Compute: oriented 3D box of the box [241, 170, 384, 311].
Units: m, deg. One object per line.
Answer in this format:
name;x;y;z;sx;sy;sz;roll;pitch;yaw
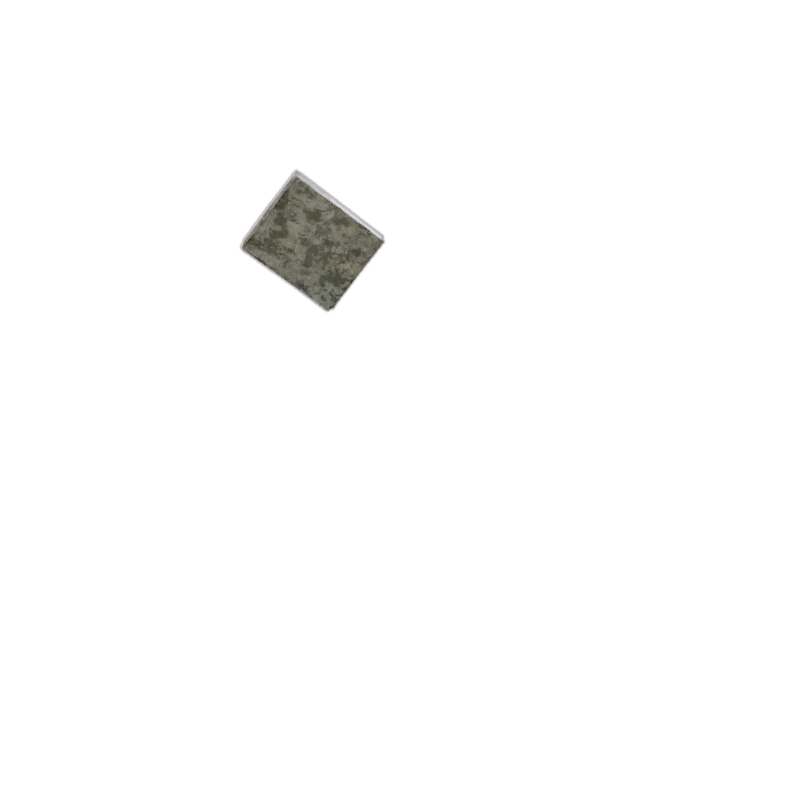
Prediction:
box;-0.068;-0.125;0.873;0.087;0.072;0.031;36;11;-8
